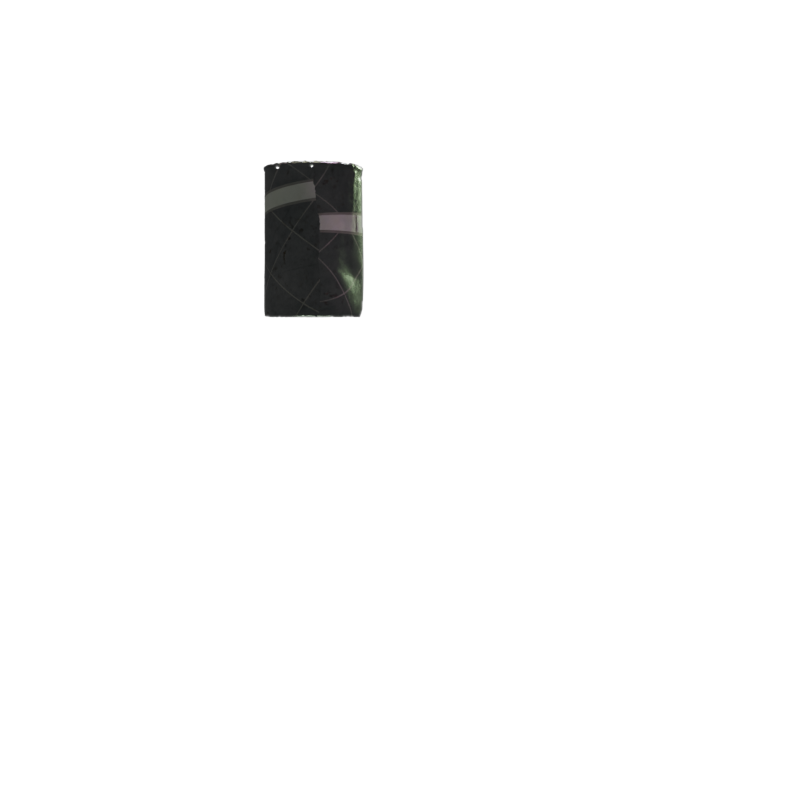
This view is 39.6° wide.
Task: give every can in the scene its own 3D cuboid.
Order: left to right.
[{"bbox_3d":[-0.059,-0.108,0.753,0.068,0.103,0.068,0,-1,-2],"label":"can"}]
